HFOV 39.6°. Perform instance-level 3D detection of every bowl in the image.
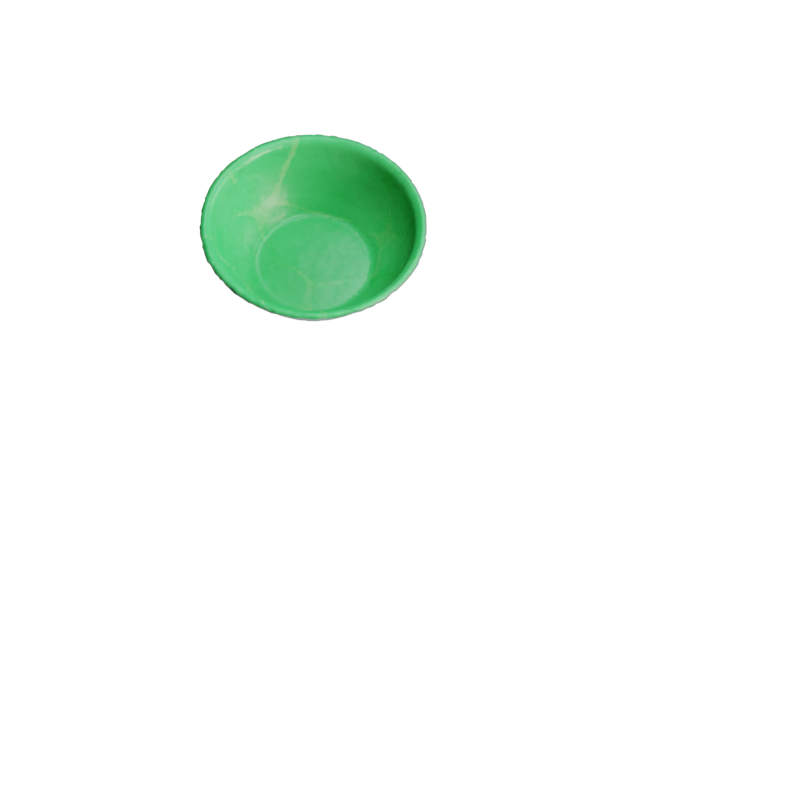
[{"bbox_3d":[-0.063,-0.115,0.806,0.162,0.173,0.051,-1,-32,-1],"label":"bowl"}]
